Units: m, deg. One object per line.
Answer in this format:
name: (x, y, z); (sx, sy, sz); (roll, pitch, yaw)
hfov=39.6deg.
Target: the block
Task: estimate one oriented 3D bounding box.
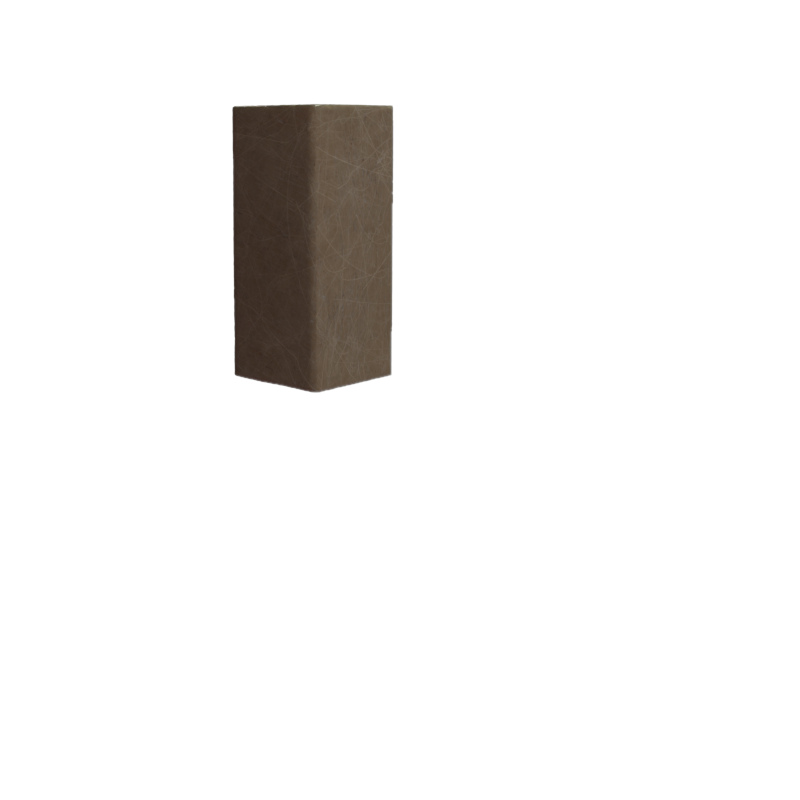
block: (-0.066, -0.120, 0.842); (0.094, 0.203, 0.088); (6, 9, 41)
